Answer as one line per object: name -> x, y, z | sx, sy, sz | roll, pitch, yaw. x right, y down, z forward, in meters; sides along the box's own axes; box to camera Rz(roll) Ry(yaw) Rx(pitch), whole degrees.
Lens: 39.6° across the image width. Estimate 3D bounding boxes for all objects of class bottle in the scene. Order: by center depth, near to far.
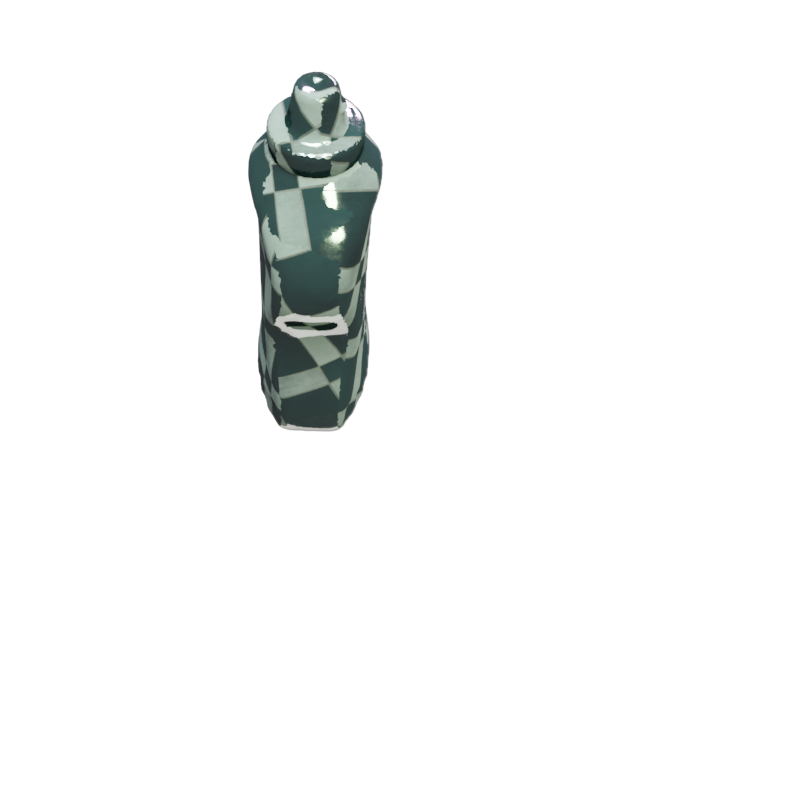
bottle -> -0.040, -0.073, 0.512 | 0.058, 0.103, 0.179 | 3, -36, -2
